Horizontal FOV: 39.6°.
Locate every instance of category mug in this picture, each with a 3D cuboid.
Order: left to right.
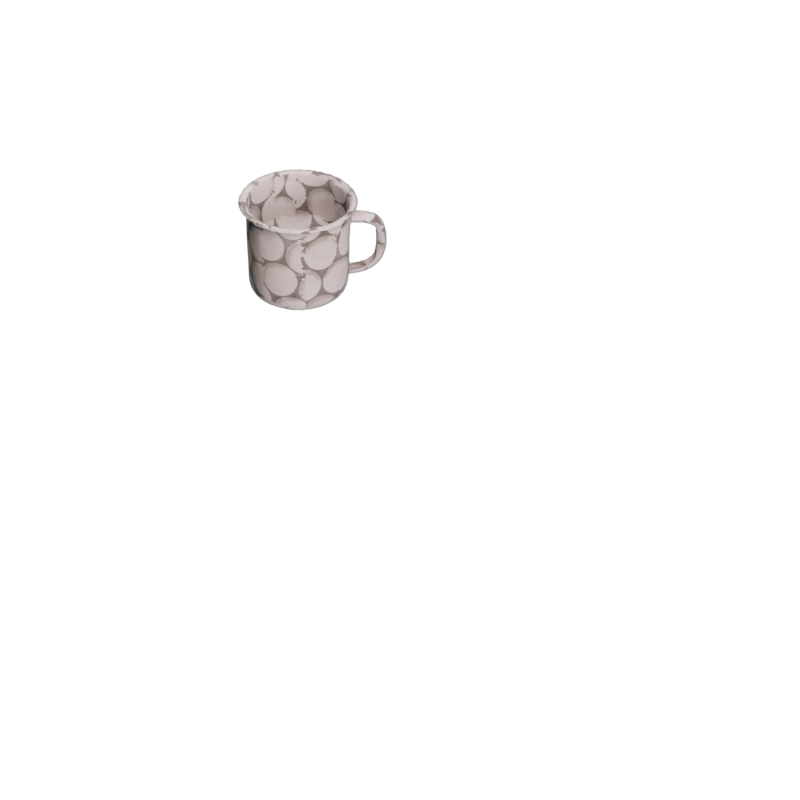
[{"bbox_3d":[-0.069,-0.126,0.886,0.117,0.076,0.100,-1,38,-3],"label":"mug"}]
